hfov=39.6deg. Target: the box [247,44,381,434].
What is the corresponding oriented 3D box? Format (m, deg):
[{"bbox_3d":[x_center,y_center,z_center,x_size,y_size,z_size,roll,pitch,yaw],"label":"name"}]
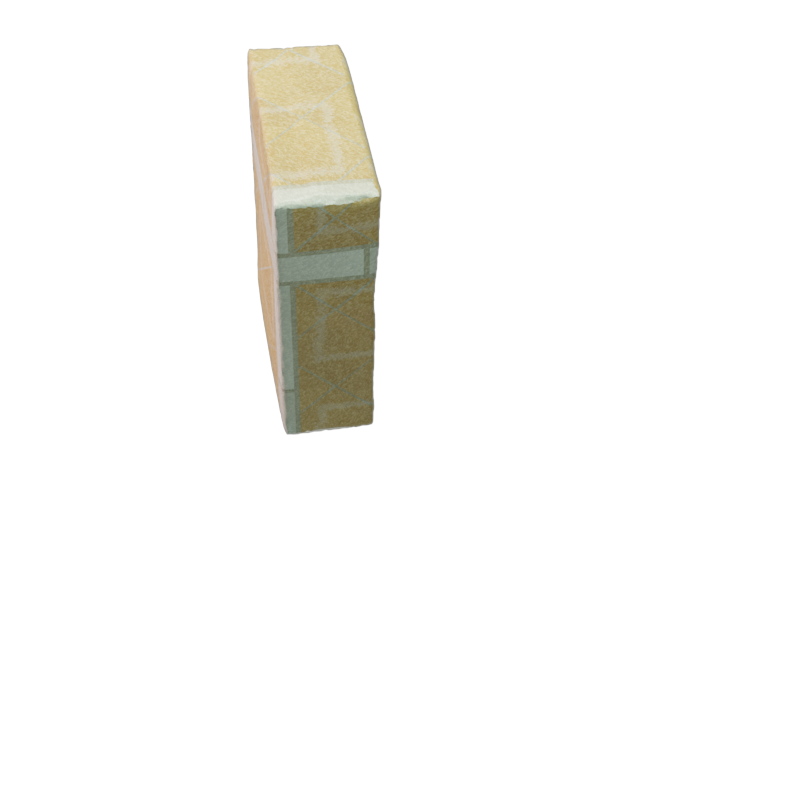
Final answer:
[{"bbox_3d":[-0.059,-0.108,0.754,0.071,0.177,0.199,-6,-42,-9],"label":"box"}]
